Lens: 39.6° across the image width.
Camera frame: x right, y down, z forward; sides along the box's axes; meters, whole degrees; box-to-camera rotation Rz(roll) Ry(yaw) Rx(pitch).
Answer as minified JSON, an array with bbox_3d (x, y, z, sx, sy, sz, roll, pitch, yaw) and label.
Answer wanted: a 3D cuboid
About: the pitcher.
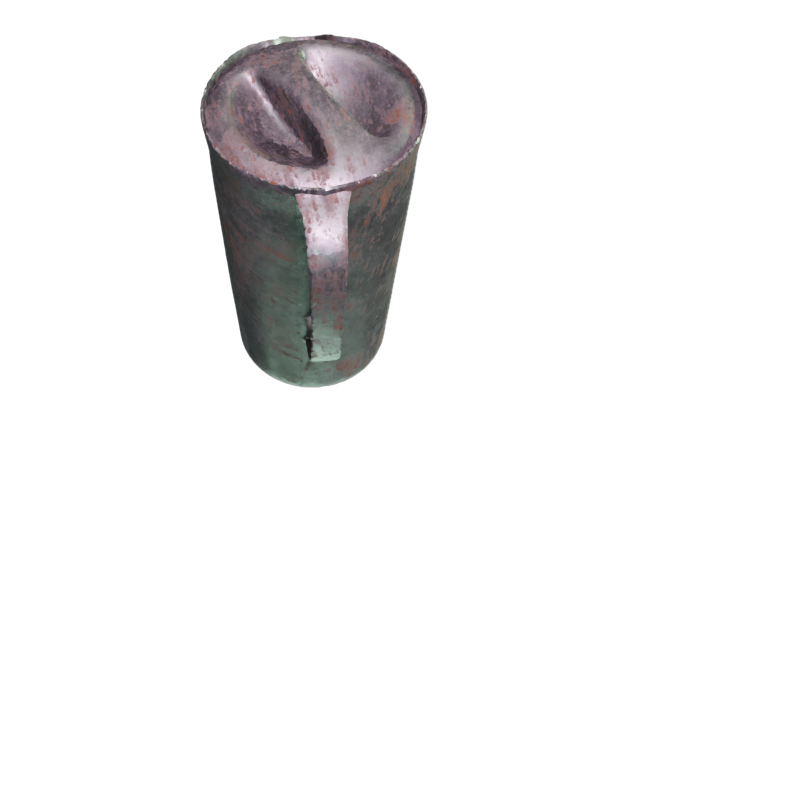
[{"bbox_3d":[-0.057,-0.104,0.731,0.152,0.152,0.227,33,-30,19],"label":"pitcher"}]
